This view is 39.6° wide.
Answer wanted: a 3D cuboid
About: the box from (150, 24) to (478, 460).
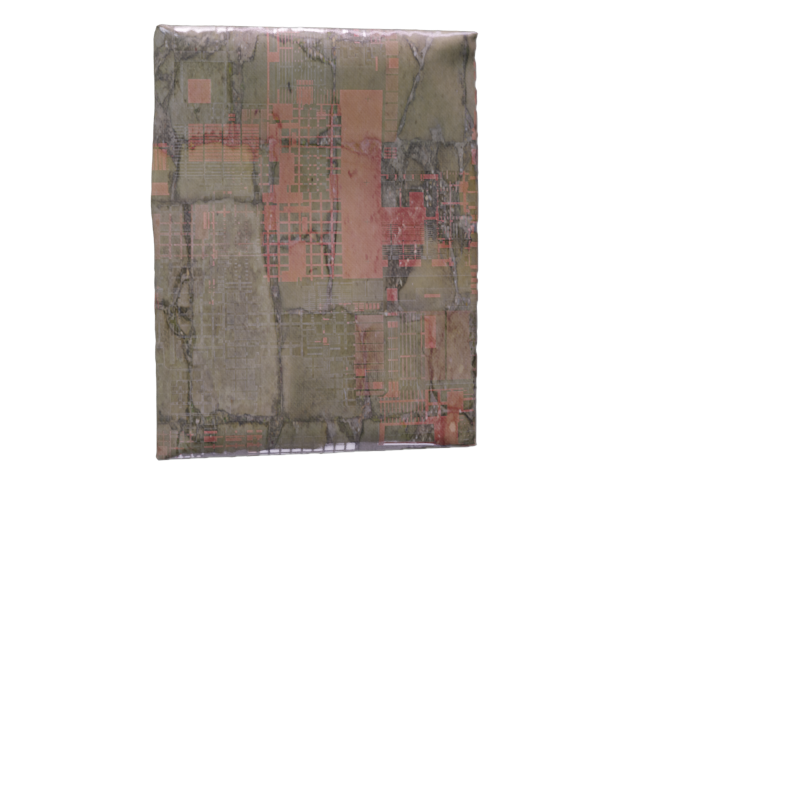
[{"bbox_3d":[-0.045,-0.081,0.571,0.162,0.213,0.073,-1,3,-8],"label":"box"}]
